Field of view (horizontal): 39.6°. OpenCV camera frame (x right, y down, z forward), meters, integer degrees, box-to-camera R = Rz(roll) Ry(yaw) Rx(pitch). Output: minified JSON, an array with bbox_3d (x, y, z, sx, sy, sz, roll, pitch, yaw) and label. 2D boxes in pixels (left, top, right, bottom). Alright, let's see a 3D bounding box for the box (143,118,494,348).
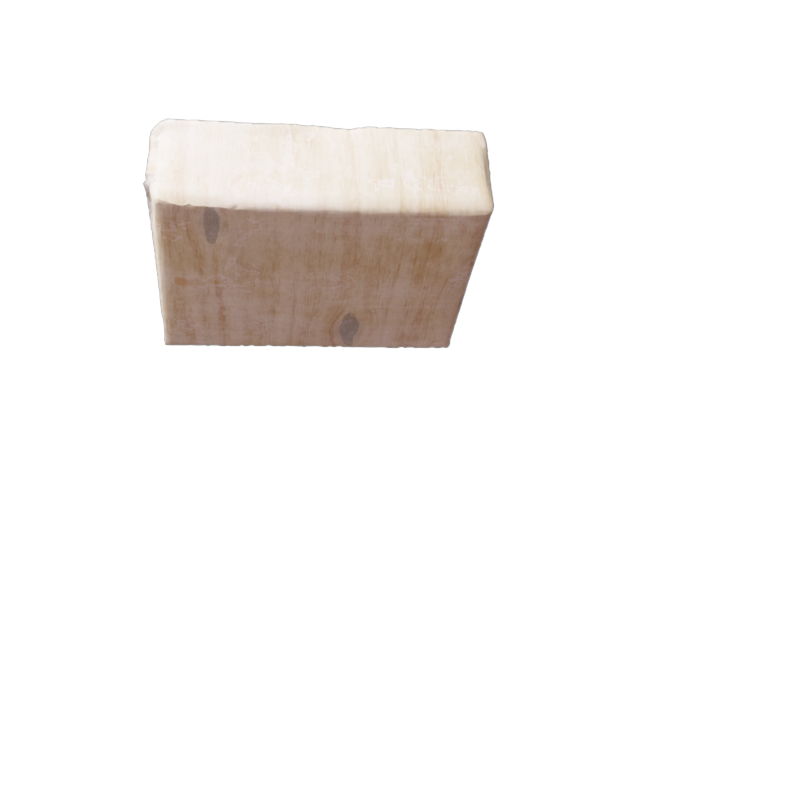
[{"bbox_3d":[-0.025,-0.045,0.313,0.089,0.032,0.069,2,-29,-4],"label":"box"}]
